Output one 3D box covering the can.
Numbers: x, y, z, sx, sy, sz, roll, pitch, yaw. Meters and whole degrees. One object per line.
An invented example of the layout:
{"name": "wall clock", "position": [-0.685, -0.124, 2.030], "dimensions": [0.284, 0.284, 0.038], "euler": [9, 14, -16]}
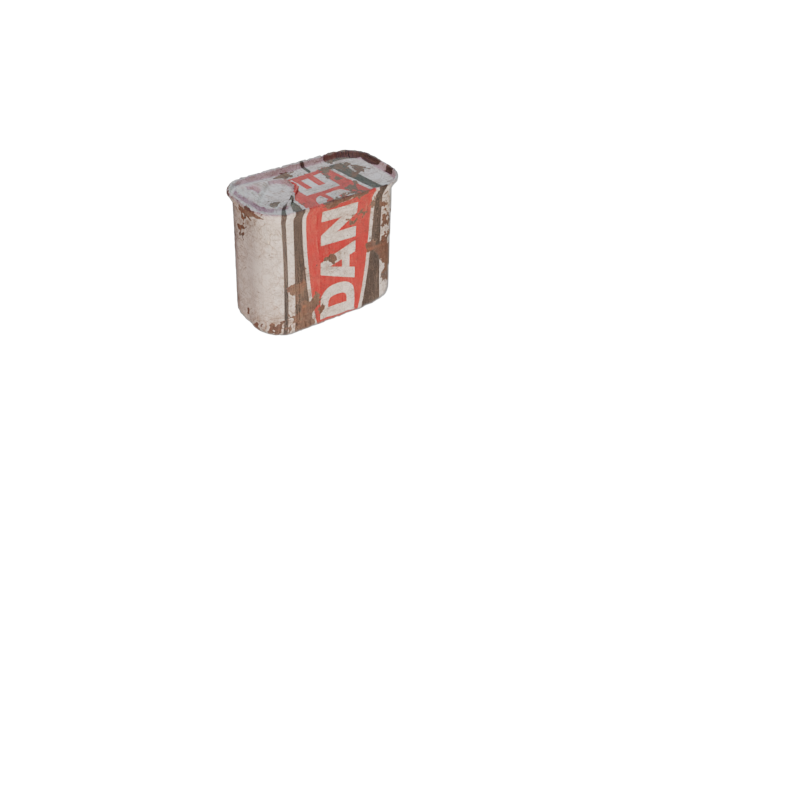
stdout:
{"name": "can", "position": [-0.053, -0.097, 0.677], "dimensions": [0.101, 0.079, 0.062], "euler": [-21, 39, -30]}
